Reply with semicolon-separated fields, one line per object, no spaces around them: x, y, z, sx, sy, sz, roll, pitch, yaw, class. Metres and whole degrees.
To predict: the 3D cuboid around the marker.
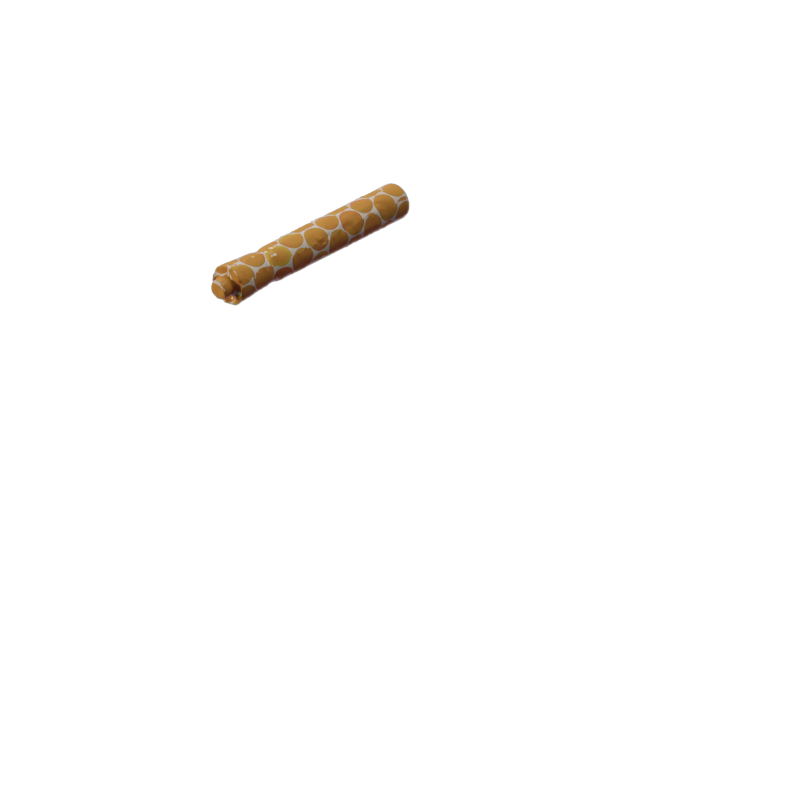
-0.040;-0.073;0.512;0.021;0.019;0.121;3;28;43;marker
